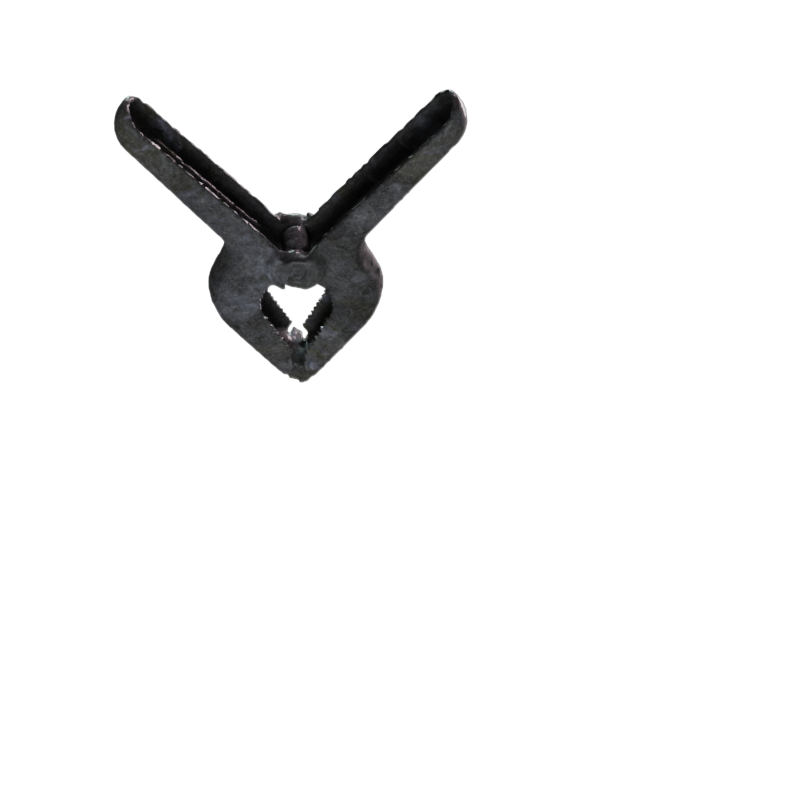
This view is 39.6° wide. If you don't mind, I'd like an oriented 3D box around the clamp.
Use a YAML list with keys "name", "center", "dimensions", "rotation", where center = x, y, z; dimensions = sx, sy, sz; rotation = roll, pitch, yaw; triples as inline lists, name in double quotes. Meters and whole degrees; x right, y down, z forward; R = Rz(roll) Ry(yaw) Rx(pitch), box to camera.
- name: "clamp"
  center: [-0.045, -0.083, 0.581]
  dimensions: [0.165, 0.039, 0.194]
  rotation: [-3, -38, 4]
